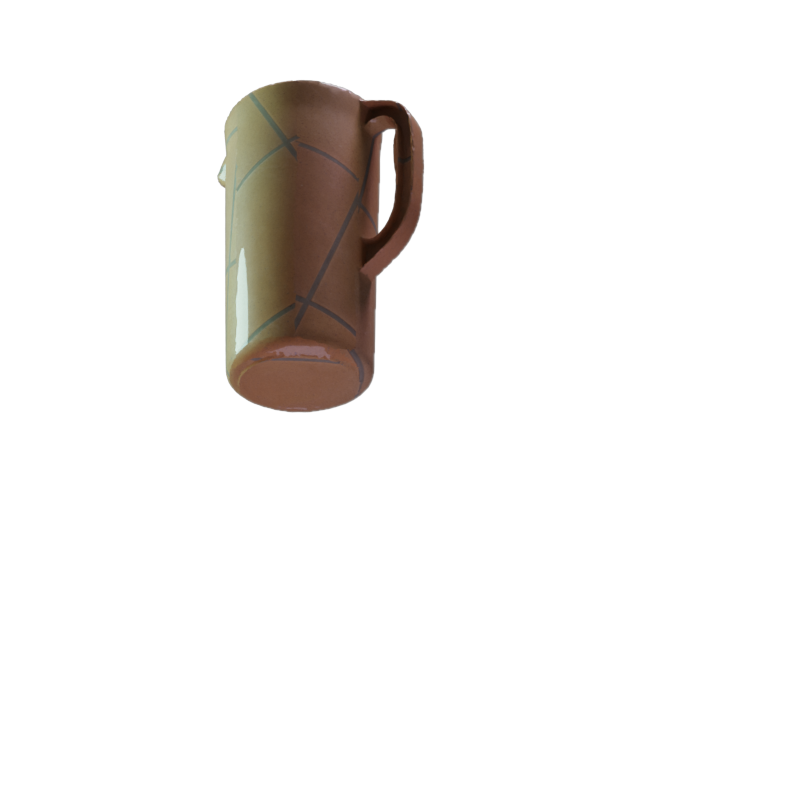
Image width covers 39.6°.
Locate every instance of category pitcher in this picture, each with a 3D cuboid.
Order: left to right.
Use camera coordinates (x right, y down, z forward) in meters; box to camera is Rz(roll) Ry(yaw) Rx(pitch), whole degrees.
[{"bbox_3d":[-0.067,-0.123,0.858,0.142,0.259,0.143,7,-33,-15],"label":"pitcher"}]
